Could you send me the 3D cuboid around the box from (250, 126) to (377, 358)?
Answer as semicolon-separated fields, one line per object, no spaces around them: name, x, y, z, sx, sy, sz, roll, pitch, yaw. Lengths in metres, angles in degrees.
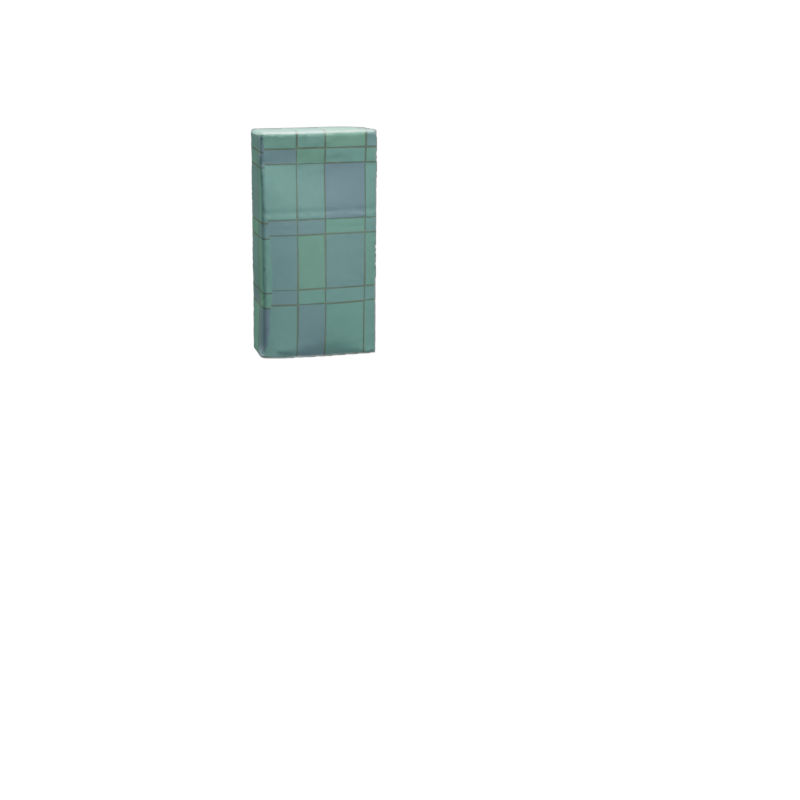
box;-0.067;-0.123;0.859;0.092;0.172;0.050;-2;10;-16
